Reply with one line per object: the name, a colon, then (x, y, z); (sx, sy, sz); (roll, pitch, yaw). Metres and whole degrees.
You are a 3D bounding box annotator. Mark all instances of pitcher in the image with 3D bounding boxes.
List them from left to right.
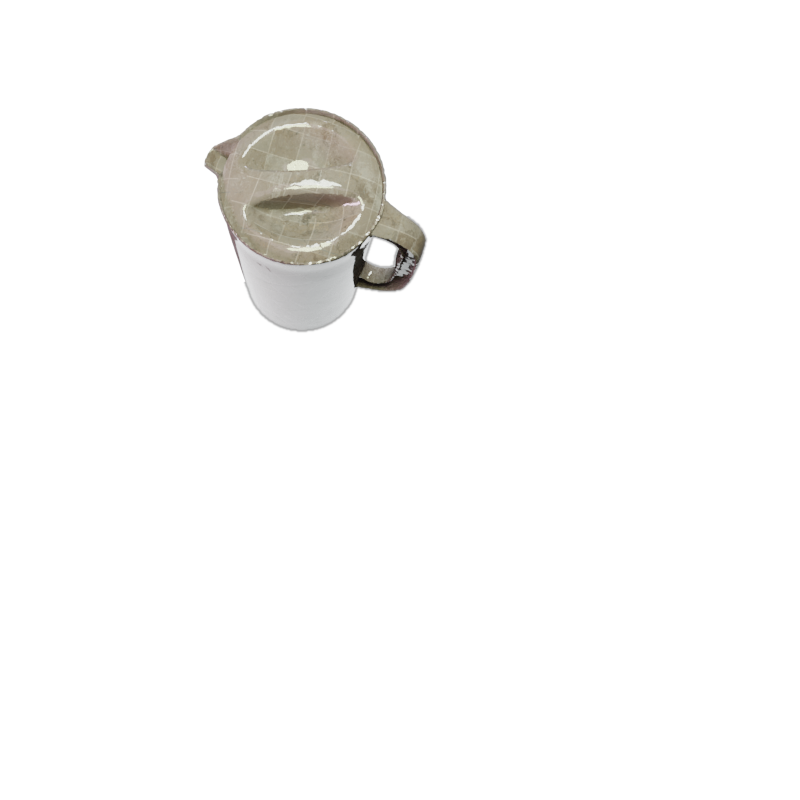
pitcher: (-0.076, -0.138, 0.968); (0.144, 0.156, 0.234); (-22, -13, -9)
